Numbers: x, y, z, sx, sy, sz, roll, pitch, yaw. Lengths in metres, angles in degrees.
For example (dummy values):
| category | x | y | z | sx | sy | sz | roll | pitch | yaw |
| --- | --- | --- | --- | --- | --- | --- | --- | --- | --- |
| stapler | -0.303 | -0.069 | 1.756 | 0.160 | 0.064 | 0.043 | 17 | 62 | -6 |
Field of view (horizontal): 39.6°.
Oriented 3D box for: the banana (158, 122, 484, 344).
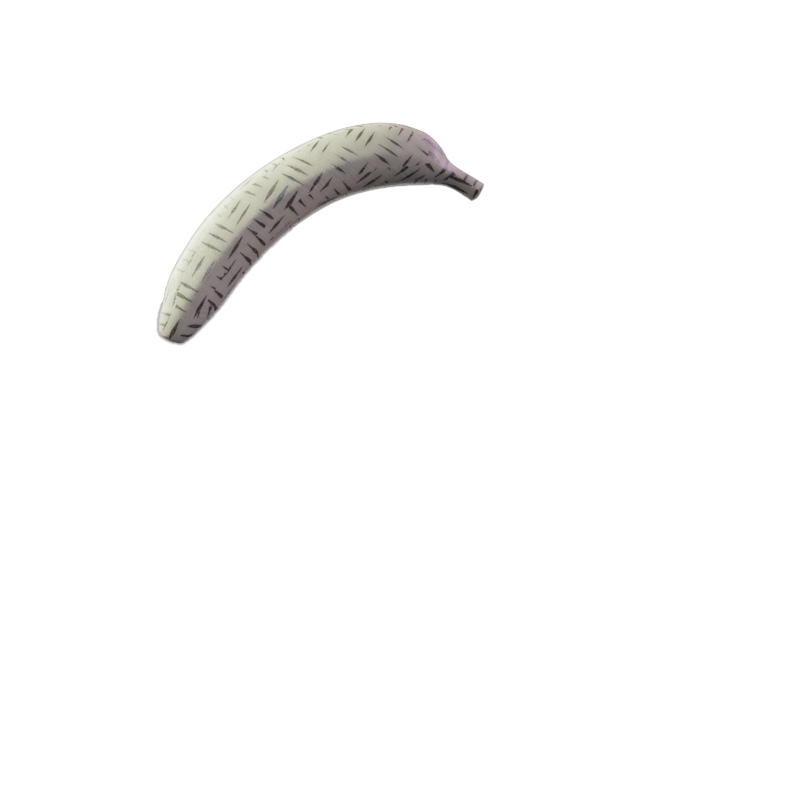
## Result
| category | x | y | z | sx | sy | sz | roll | pitch | yaw |
| --- | --- | --- | --- | --- | --- | --- | --- | --- | --- |
| banana | -0.053 | -0.103 | 0.603 | 0.197 | 0.073 | 0.035 | -28 | -17 | -10 |
